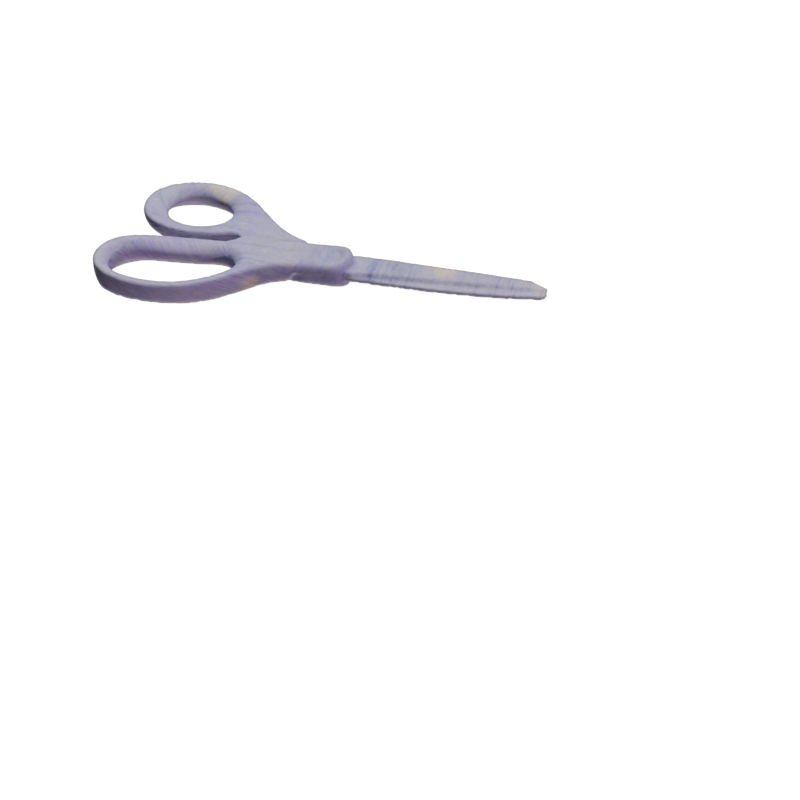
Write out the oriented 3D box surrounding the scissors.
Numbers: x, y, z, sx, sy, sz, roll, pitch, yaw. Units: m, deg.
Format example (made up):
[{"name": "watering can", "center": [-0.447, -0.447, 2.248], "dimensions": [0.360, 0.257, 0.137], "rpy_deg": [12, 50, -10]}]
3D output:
[{"name": "scissors", "center": [-0.041, -0.074, 0.521], "dimensions": [0.201, 0.015, 0.103], "rpy_deg": [-2, 40, -3]}]
